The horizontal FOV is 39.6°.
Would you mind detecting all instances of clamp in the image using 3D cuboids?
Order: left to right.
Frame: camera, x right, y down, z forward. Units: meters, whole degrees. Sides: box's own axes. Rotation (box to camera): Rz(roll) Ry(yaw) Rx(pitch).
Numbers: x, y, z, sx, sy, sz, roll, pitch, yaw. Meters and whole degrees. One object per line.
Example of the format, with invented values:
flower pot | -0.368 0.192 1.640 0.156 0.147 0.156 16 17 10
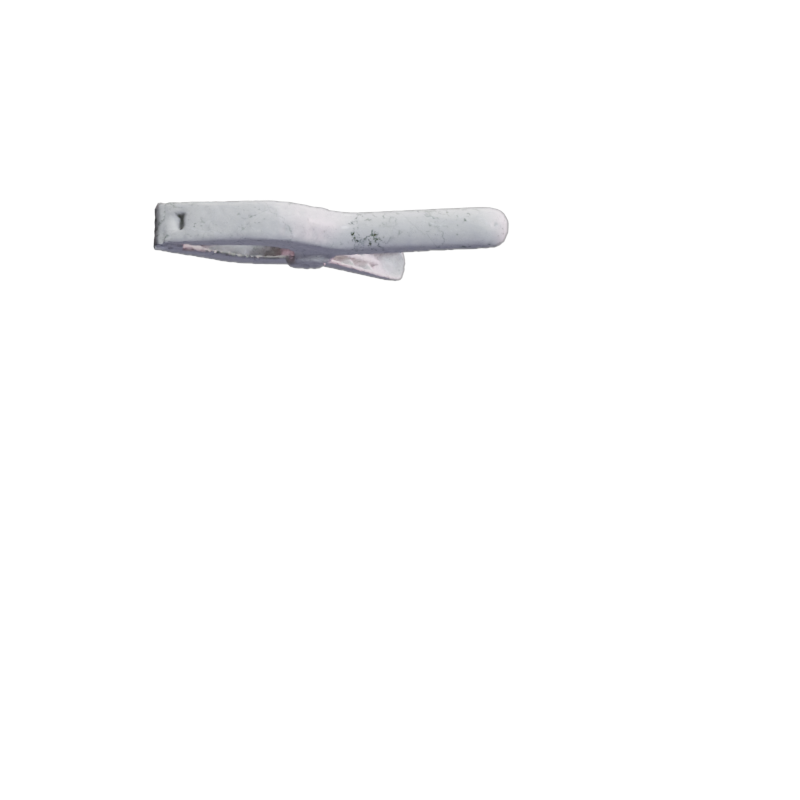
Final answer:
clamp | -0.057 -0.103 0.723 0.206 0.037 0.164 1 -4 -15
